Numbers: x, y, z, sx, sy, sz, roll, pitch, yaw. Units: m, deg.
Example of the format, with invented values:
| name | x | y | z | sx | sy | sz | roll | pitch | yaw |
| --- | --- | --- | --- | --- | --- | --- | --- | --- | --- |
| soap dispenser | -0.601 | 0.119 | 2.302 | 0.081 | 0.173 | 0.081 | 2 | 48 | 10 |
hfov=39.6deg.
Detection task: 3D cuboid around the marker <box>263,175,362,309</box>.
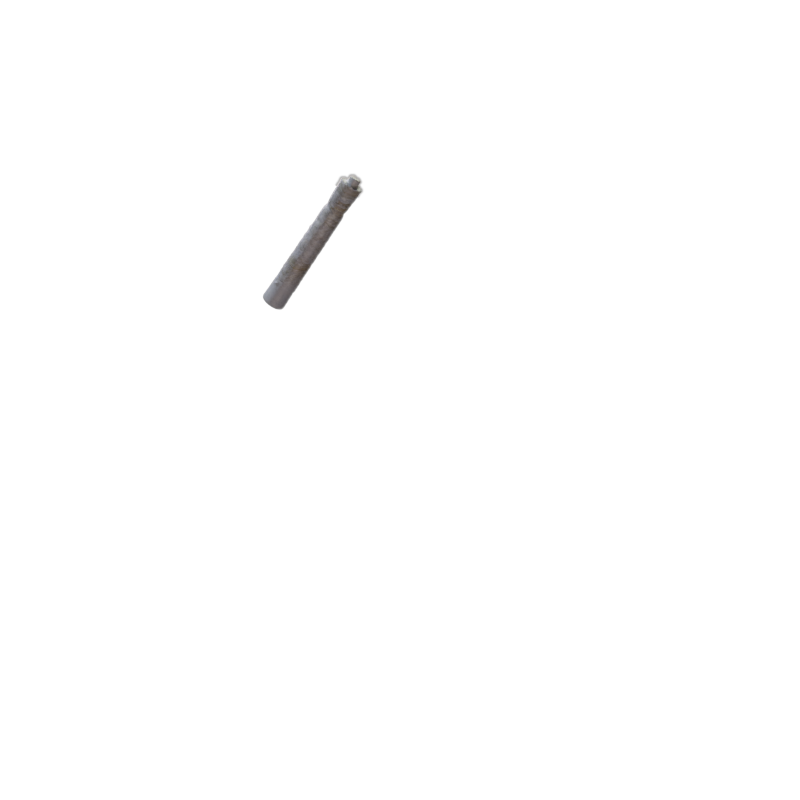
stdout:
| name | x | y | z | sx | sy | sz | roll | pitch | yaw |
| --- | --- | --- | --- | --- | --- | --- | --- | --- | --- |
| marker | -0.066 | -0.120 | 0.844 | 0.019 | 0.118 | 0.021 | 30 | 21 | -16 |
